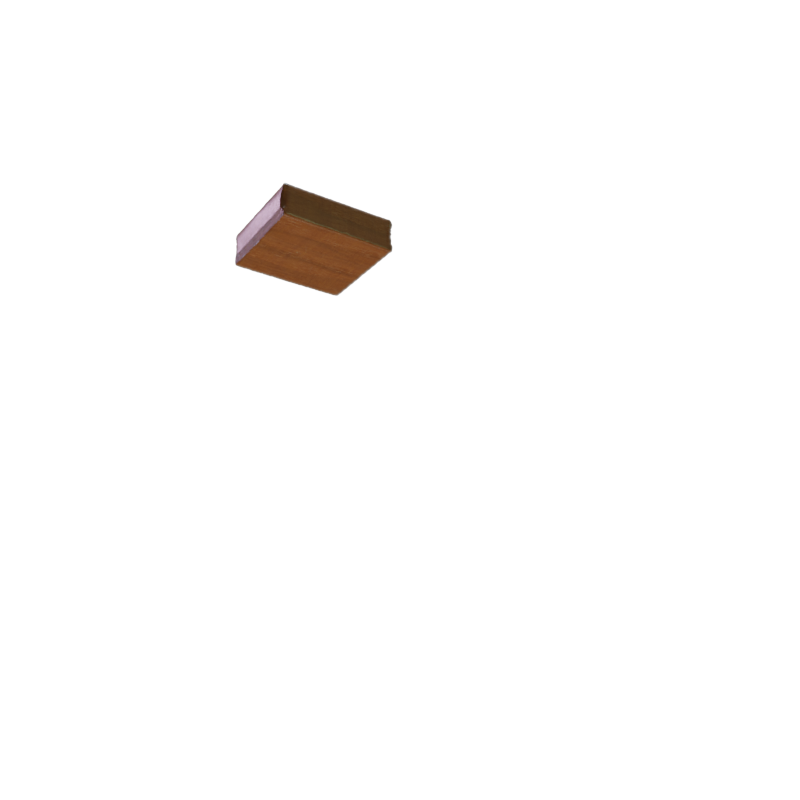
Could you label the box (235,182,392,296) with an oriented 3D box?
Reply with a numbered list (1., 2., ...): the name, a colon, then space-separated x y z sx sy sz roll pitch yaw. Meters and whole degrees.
1. box: -0.061 -0.112 0.784 0.085 0.032 0.072 16 -32 -27
